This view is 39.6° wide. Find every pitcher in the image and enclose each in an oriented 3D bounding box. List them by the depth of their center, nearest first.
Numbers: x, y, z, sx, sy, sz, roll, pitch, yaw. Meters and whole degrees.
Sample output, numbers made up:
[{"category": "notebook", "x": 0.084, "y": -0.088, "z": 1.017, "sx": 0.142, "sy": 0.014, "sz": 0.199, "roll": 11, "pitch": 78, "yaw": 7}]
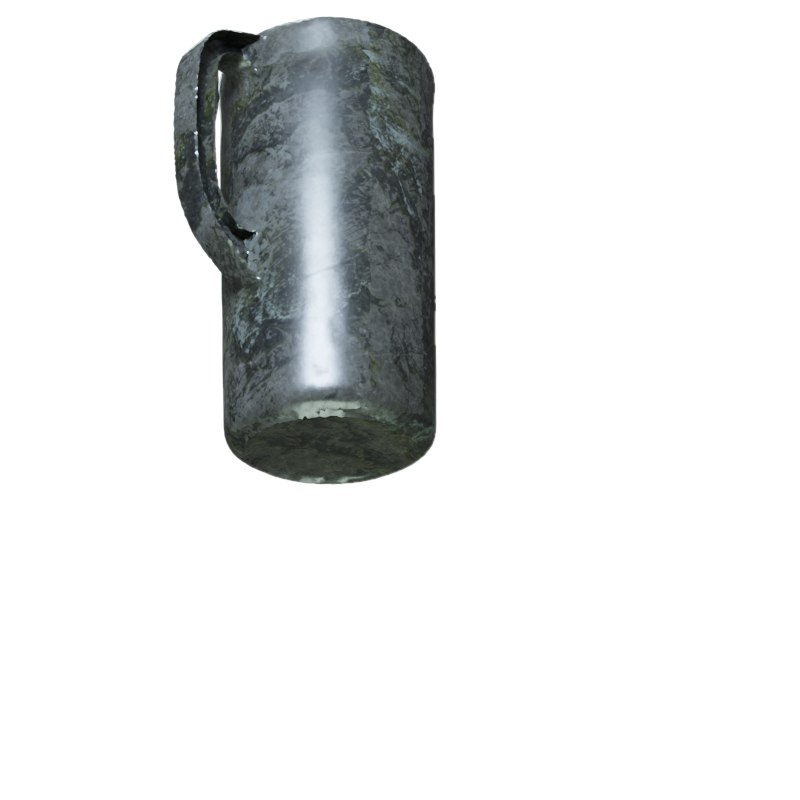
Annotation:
[{"category": "pitcher", "x": -0.048, "y": -0.088, "z": 0.615, "sx": 0.149, "sy": 0.259, "sz": 0.136, "roll": -1, "pitch": -30, "yaw": -2}]
